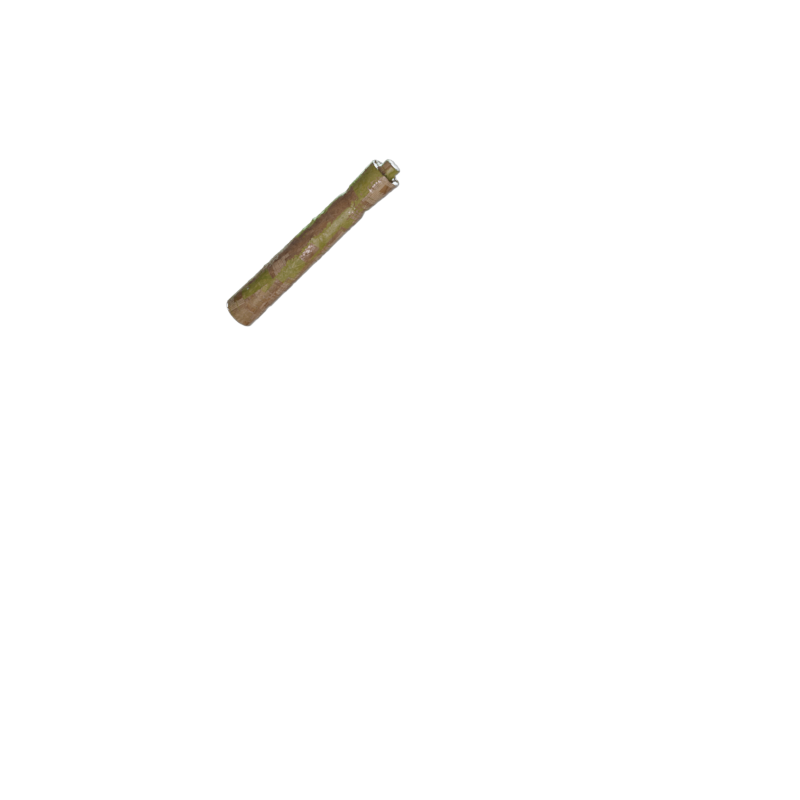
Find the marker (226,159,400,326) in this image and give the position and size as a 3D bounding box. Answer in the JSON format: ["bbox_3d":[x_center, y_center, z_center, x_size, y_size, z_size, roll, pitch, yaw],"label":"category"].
[{"bbox_3d":[-0.046,-0.083,0.584,0.119,0.021,0.019,-41,-13,20],"label":"marker"}]
